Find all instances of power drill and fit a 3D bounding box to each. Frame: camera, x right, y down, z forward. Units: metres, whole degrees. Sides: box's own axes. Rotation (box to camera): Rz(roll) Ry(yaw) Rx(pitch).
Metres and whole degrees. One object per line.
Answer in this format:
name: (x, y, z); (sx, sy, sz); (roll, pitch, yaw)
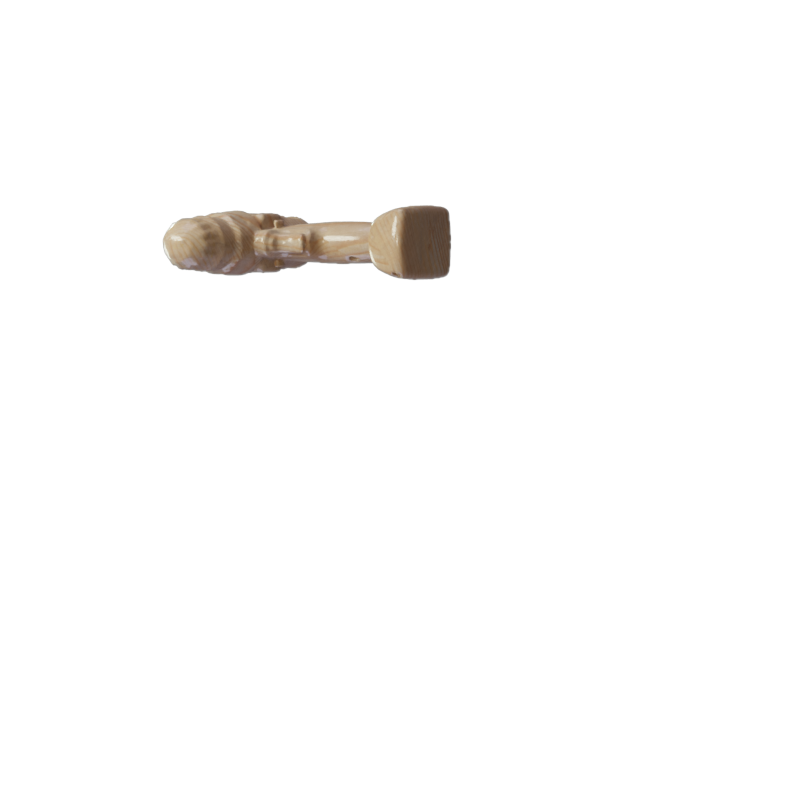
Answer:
power drill: (-0.068, -0.124, 0.868); (0.194, 0.057, 0.181); (5, 11, 27)
